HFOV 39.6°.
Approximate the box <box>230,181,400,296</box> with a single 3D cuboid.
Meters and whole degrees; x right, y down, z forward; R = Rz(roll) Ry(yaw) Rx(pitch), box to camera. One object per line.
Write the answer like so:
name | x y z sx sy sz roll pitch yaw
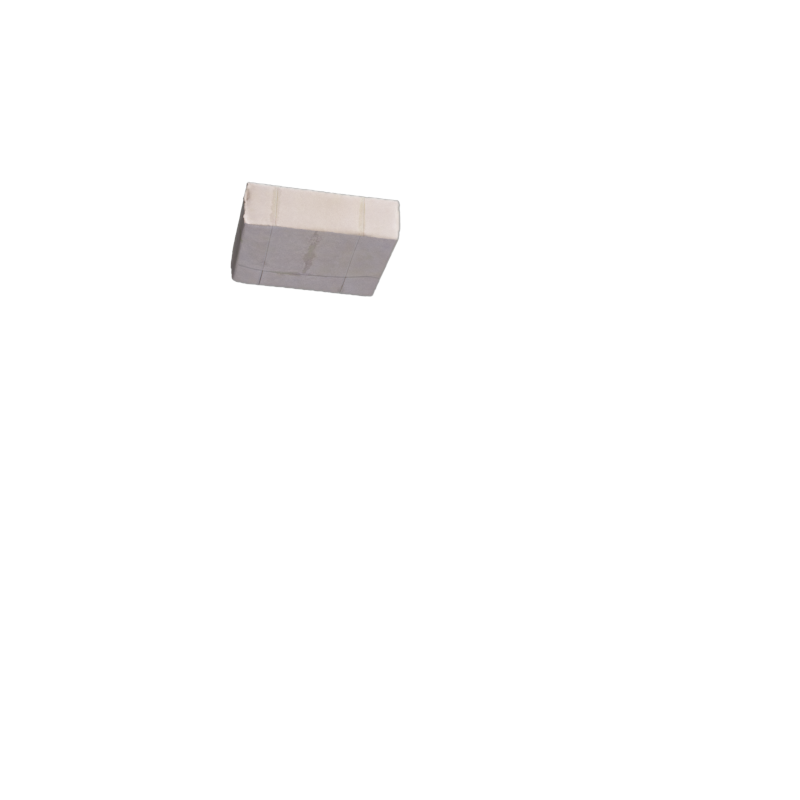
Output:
box | -0.064 -0.116 0.811 0.112 0.041 0.086 5 -26 -10
